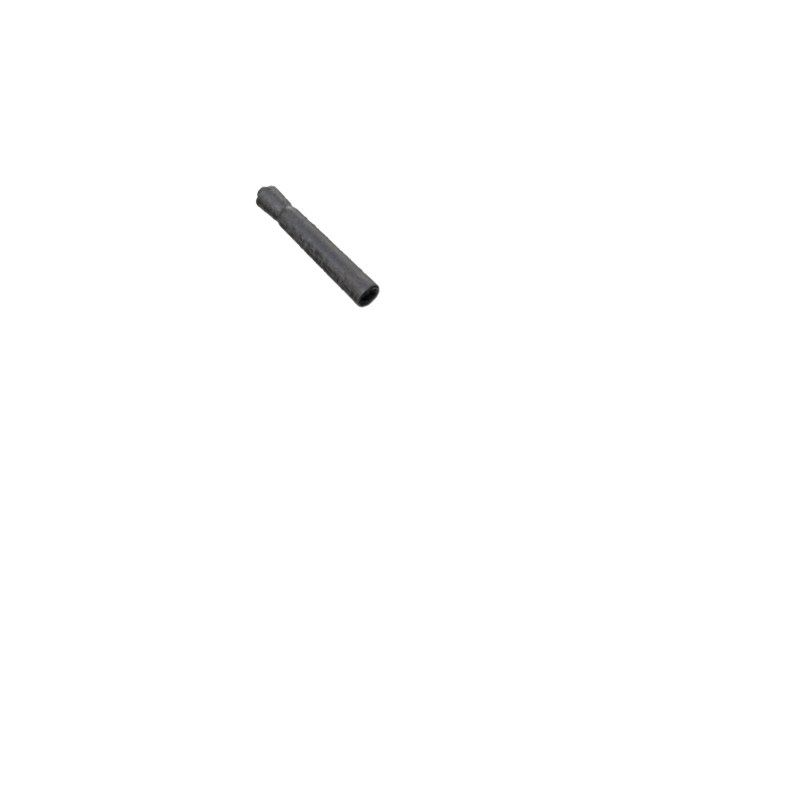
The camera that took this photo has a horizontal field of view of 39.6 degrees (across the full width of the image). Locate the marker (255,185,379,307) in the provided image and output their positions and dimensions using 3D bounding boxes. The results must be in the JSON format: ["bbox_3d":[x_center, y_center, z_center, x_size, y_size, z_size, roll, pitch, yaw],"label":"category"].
[{"bbox_3d":[-0.059,-0.107,0.752,0.019,0.019,0.130,-3,41,-49],"label":"marker"}]
